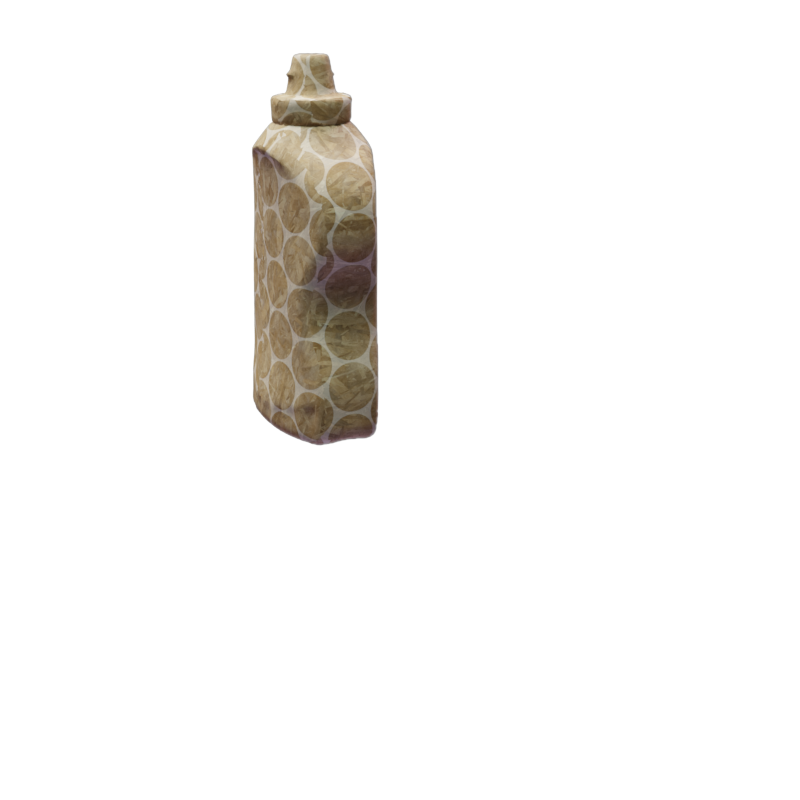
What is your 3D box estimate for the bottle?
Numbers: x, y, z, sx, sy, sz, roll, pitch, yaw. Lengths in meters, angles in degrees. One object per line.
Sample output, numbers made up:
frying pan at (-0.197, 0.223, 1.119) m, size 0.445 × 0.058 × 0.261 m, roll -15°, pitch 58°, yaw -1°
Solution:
bottle at (-0.045, -0.082, 0.573) m, size 0.057 × 0.186 × 0.101 m, roll -5°, pitch 16°, yaw -23°
